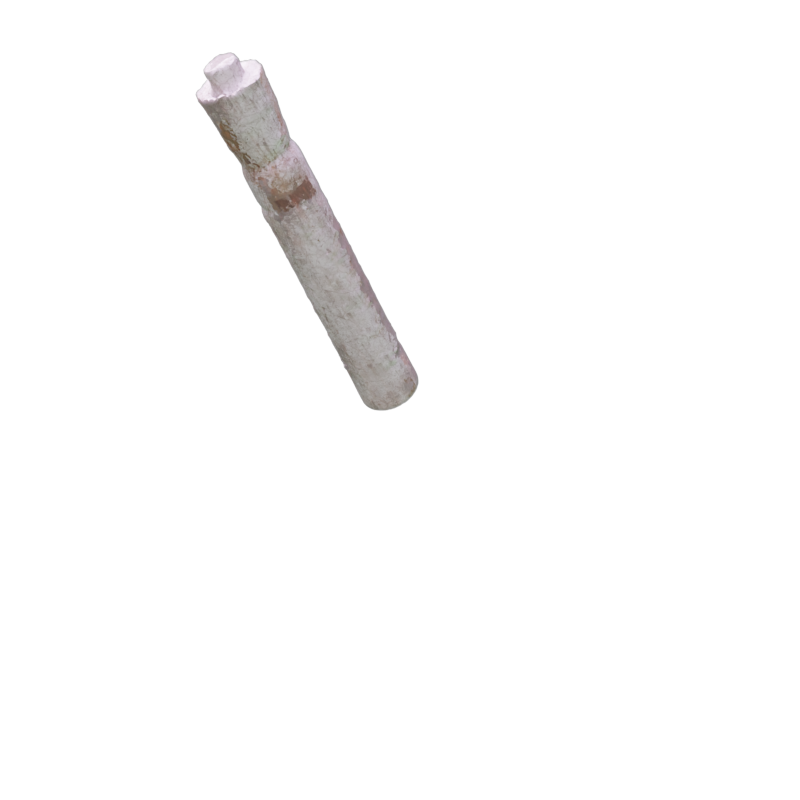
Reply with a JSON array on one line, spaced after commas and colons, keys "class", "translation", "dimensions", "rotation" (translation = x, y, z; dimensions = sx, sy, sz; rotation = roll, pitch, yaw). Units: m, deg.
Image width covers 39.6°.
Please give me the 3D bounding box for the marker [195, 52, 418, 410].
[{"class": "marker", "translation": [-0.024, -0.045, 0.312], "dimensions": [0.020, 0.112, 0.021], "rotation": [-19, 35, 13]}]
